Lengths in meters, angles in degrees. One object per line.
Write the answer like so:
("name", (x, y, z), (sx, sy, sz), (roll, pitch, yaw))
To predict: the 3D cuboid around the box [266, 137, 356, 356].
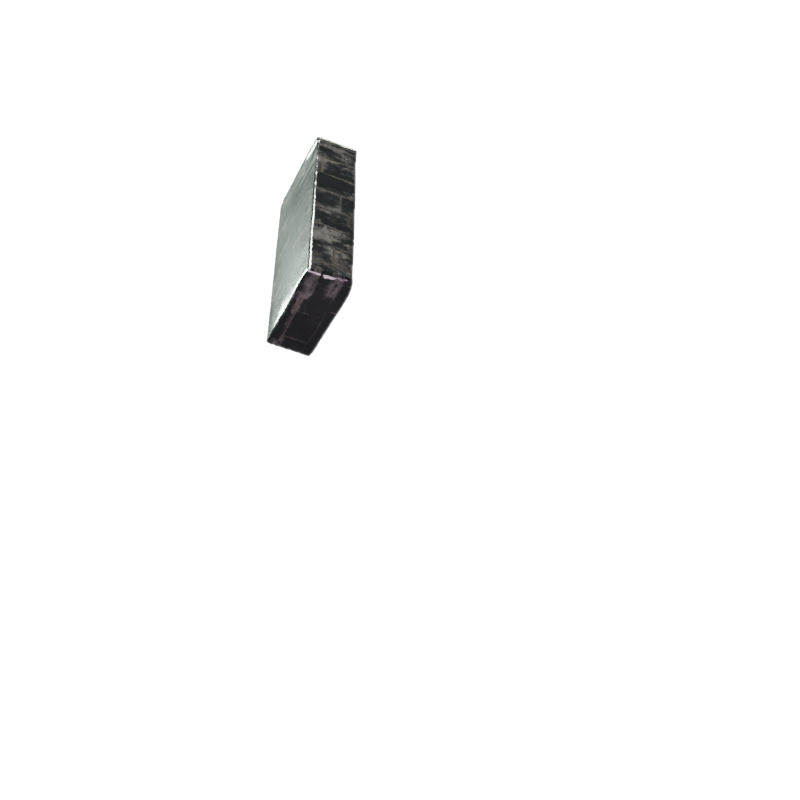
("box", (-0.074, -0.135, 0.945), (0.046, 0.189, 0.090), (17, -48, -20))
